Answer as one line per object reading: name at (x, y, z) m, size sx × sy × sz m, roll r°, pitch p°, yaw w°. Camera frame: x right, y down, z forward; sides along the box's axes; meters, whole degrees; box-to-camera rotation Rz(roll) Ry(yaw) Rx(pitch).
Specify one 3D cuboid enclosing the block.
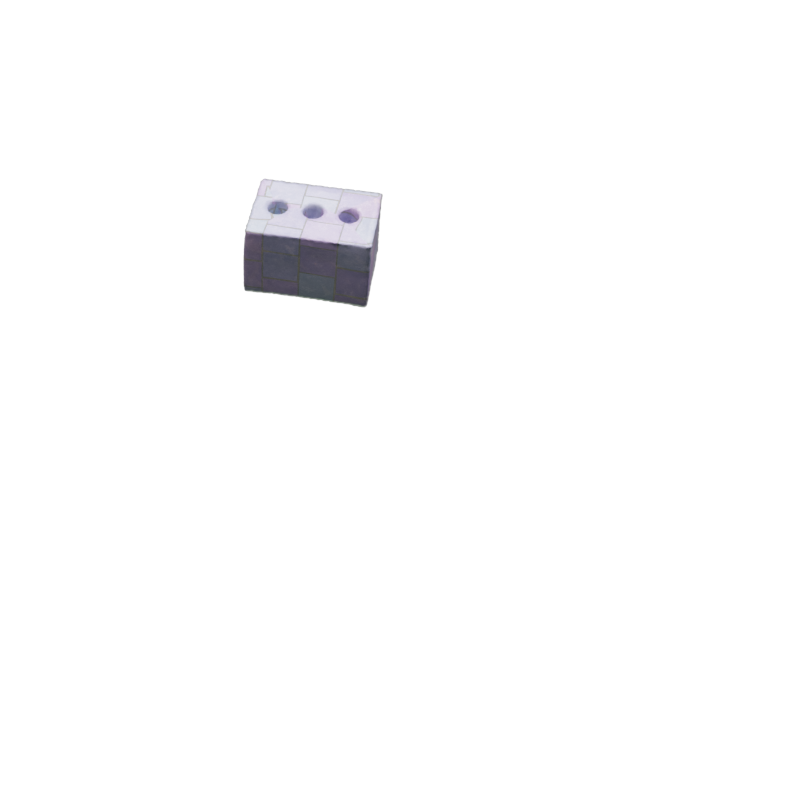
block at (-0.053, -0.097, 0.679) m, size 0.079 × 0.056 × 0.048 m, roll 7°, pitch -43°, yaw 6°
